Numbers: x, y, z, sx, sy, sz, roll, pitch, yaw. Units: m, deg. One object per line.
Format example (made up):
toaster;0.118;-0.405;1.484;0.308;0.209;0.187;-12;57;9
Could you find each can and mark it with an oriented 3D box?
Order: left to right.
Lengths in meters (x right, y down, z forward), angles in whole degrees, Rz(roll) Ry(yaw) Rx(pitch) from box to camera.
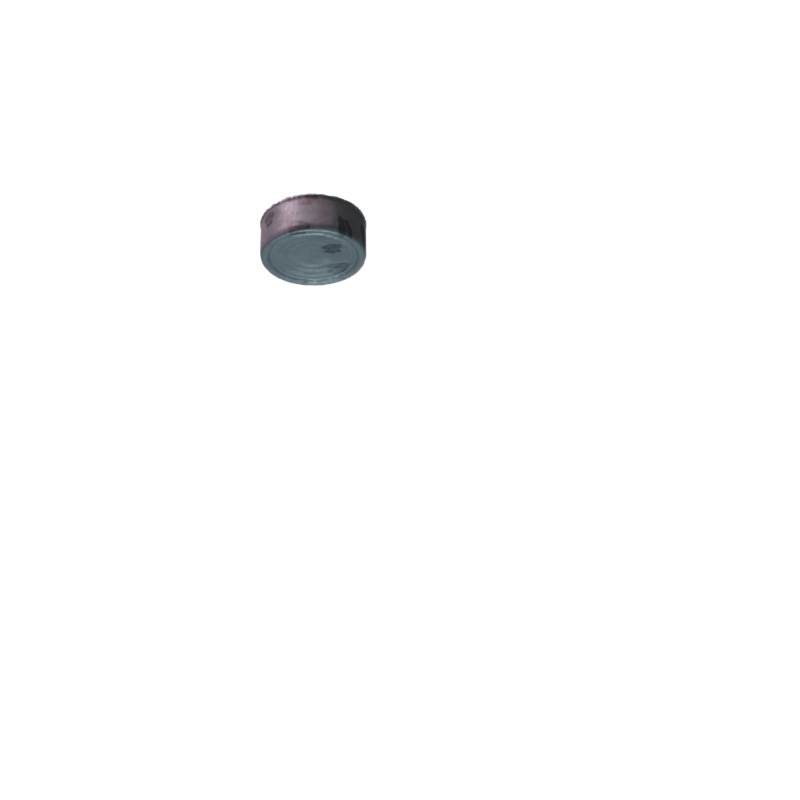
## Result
can;-0.069;-0.126;0.883;0.086;0.036;0.081;1;-28;-2
